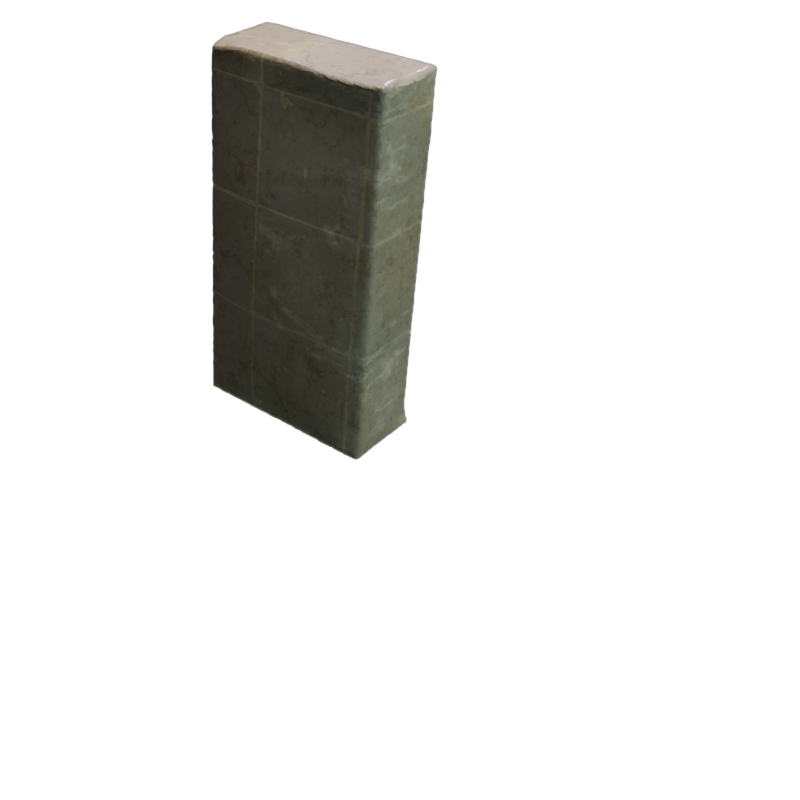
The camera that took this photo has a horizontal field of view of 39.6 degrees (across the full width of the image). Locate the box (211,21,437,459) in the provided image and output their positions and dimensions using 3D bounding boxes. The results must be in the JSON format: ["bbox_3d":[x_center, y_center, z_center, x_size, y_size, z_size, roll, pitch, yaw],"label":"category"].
[{"bbox_3d":[-0.039,-0.070,0.492,0.099,0.166,0.048,23,36,31],"label":"box"}]
